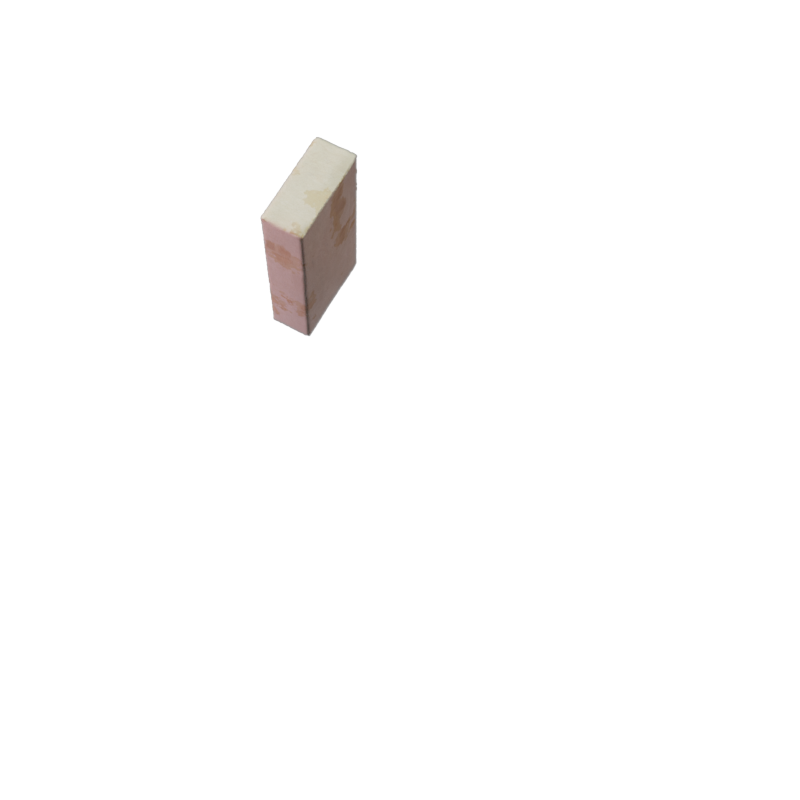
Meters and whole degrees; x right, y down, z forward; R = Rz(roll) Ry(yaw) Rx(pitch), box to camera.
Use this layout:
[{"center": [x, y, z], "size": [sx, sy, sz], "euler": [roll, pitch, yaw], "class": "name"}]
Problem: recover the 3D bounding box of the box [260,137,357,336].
[{"center": [-0.074, -0.136, 0.952], "size": [0.049, 0.096, 0.167], "euler": [27, -22, 7], "class": "box"}]
